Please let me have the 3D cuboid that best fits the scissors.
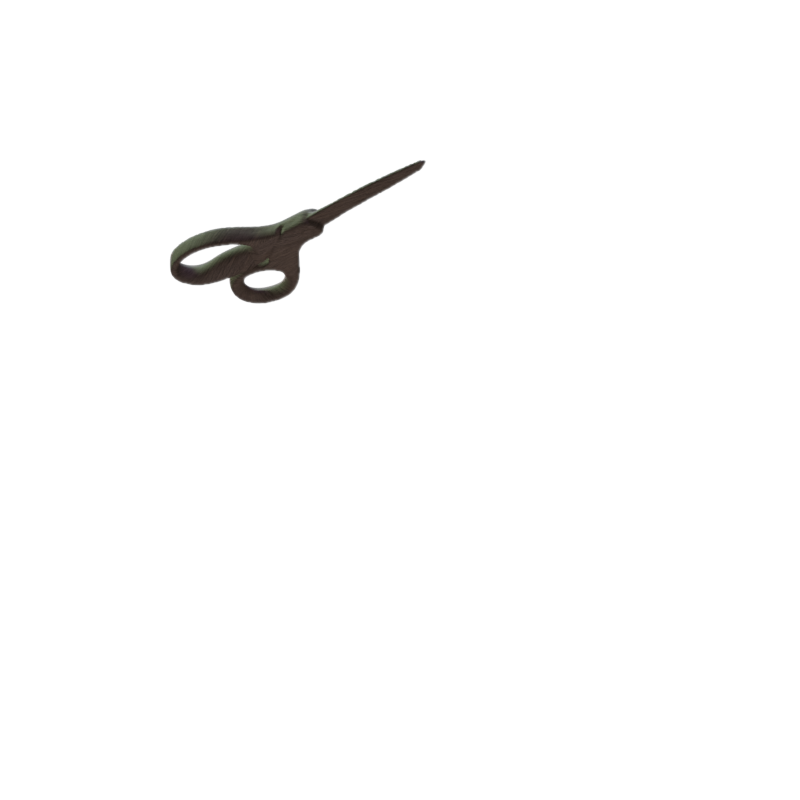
[{"bbox_3d":[-0.056,-0.103,0.720,0.205,0.017,0.089,-12,-27,25],"label":"scissors"}]
